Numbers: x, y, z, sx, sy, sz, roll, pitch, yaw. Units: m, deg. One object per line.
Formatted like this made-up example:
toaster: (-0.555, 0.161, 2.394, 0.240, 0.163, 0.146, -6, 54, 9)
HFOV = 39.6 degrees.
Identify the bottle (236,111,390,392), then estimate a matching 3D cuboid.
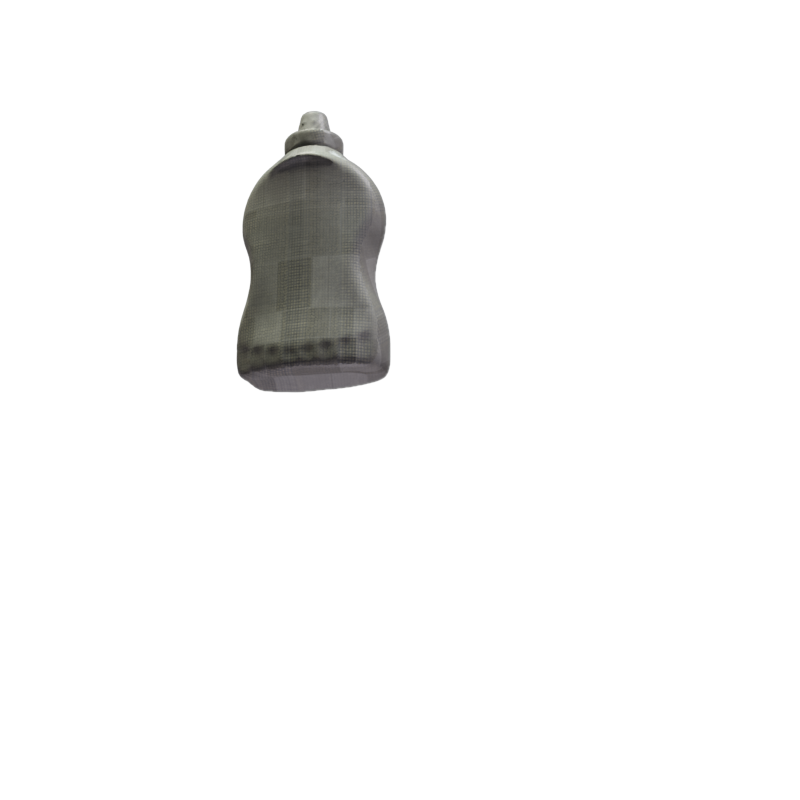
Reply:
bottle: (-0.057, -0.105, 0.736, 0.098, 0.202, 0.055, -8, -23, 17)
